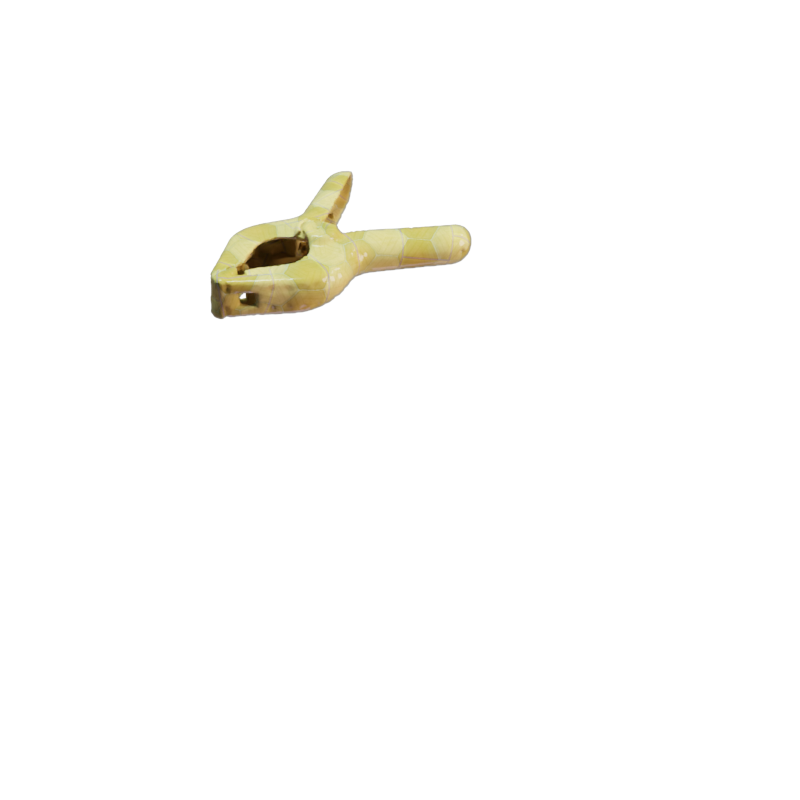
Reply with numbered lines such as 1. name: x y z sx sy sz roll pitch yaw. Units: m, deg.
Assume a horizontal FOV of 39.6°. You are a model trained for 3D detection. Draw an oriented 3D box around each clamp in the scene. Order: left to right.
1. clamp: -0.055 -0.099 0.697 0.169 0.037 0.129 -20 36 -31
